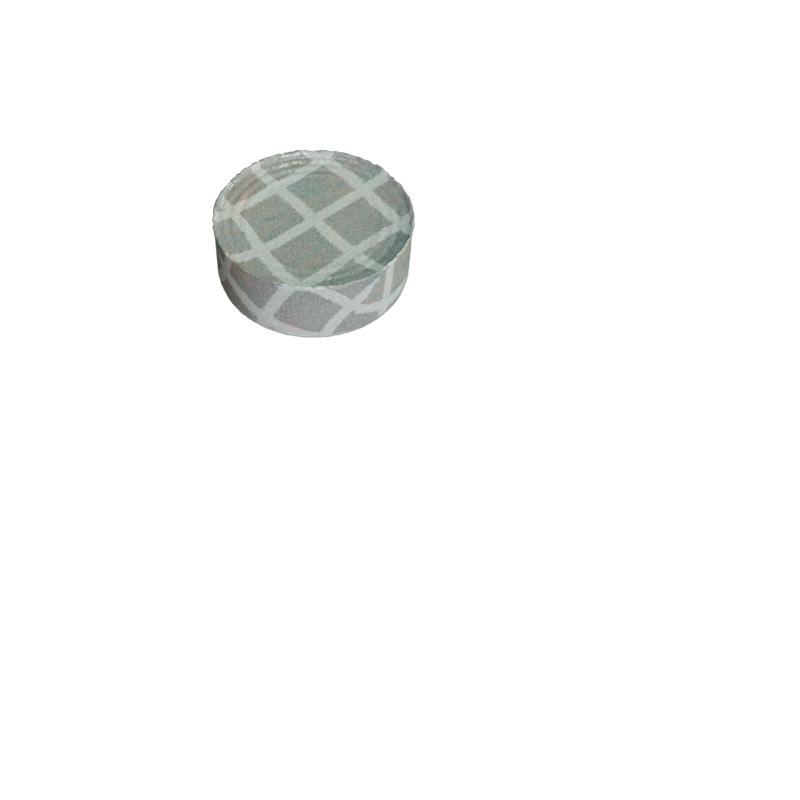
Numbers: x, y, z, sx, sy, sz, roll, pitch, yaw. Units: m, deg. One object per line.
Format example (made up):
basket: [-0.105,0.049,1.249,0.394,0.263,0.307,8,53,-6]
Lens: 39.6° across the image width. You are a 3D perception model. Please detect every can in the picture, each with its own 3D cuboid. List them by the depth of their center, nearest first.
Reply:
can: [-0.038,-0.069,0.480,0.086,0.092,0.031,-1,-42,-1]
